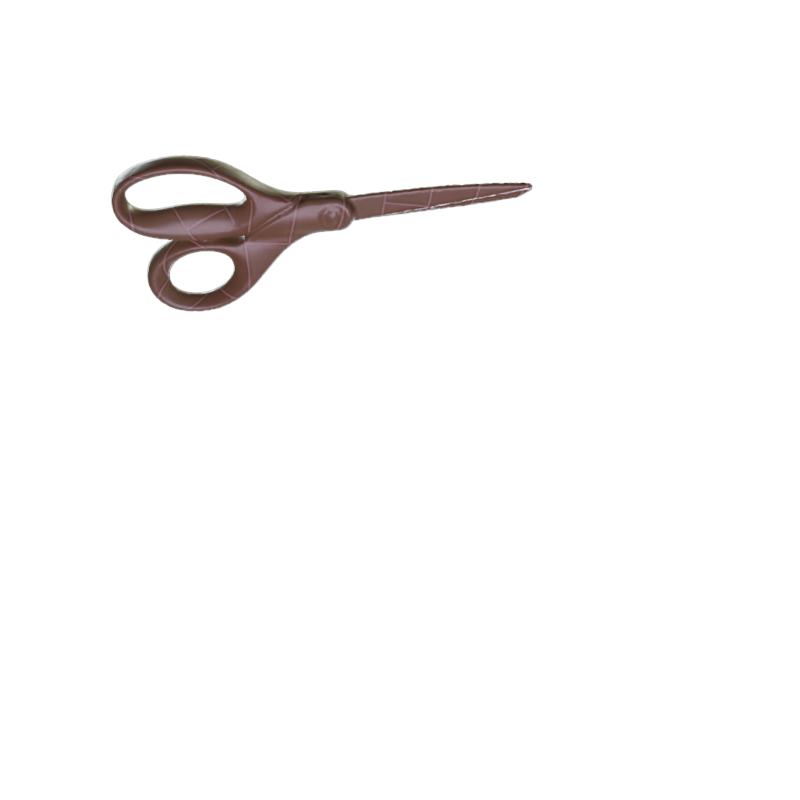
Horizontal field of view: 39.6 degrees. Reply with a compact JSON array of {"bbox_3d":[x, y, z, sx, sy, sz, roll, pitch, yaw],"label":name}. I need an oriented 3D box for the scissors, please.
[{"bbox_3d":[-0.043,-0.079,0.553,0.200,0.090,0.017,6,37,-5],"label":"scissors"}]
